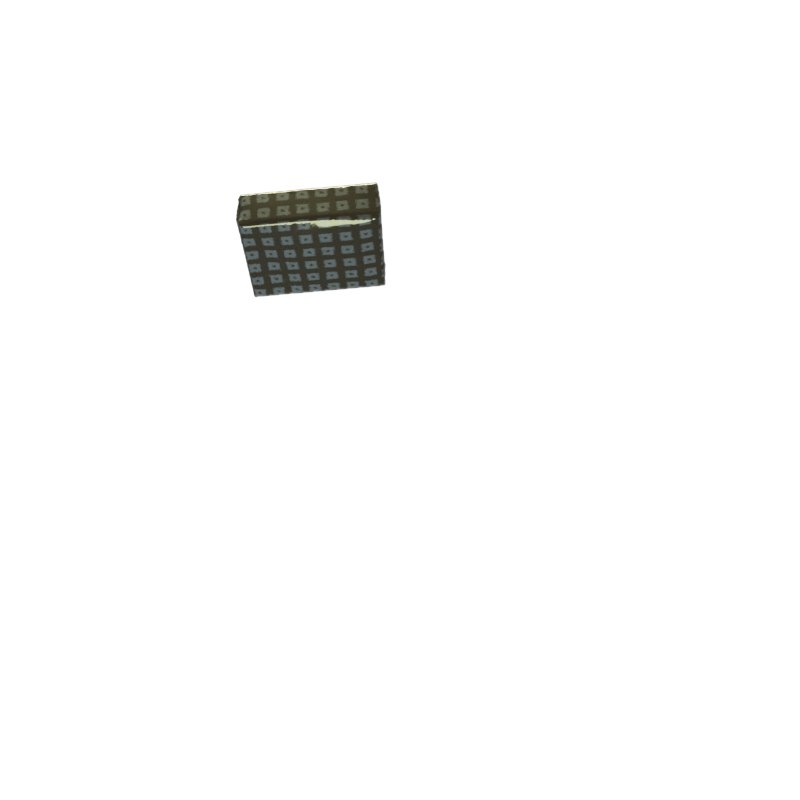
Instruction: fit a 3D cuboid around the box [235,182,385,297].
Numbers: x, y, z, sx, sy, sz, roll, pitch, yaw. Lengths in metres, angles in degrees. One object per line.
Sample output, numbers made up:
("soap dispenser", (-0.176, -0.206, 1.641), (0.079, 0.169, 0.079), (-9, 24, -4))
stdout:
("box", (-0.070, -0.128, 0.894), (0.114, 0.042, 0.083), (-3, -37, 3))
